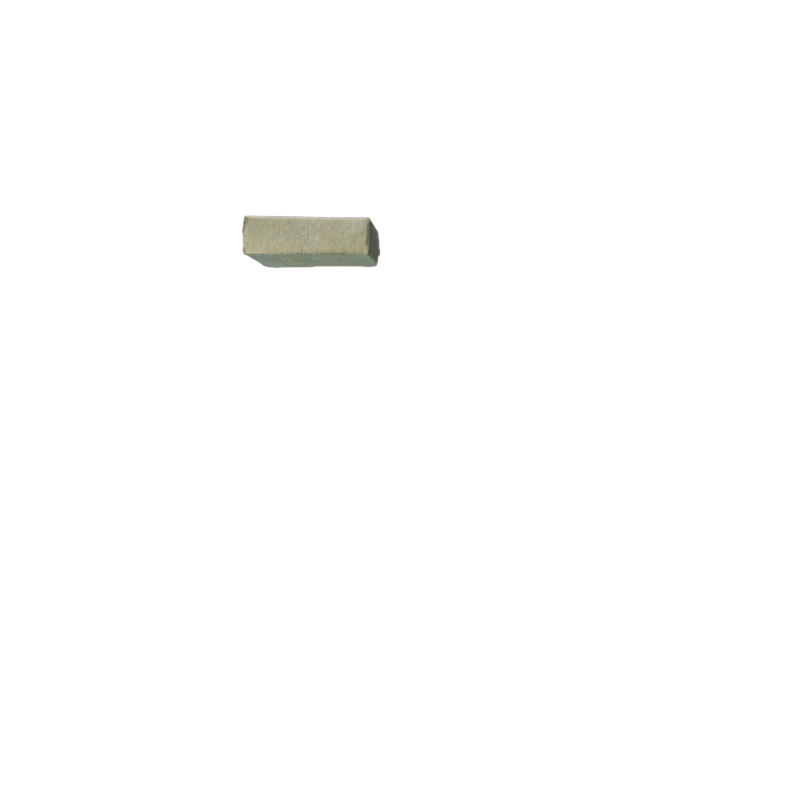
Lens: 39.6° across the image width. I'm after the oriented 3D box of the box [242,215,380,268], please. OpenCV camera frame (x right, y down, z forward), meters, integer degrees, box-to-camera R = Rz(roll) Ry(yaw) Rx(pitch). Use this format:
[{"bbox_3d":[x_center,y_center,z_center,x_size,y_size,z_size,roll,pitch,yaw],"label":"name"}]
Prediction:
[{"bbox_3d":[-0.078,-0.141,0.990,0.114,0.039,0.088,0,-1,6],"label":"box"}]
